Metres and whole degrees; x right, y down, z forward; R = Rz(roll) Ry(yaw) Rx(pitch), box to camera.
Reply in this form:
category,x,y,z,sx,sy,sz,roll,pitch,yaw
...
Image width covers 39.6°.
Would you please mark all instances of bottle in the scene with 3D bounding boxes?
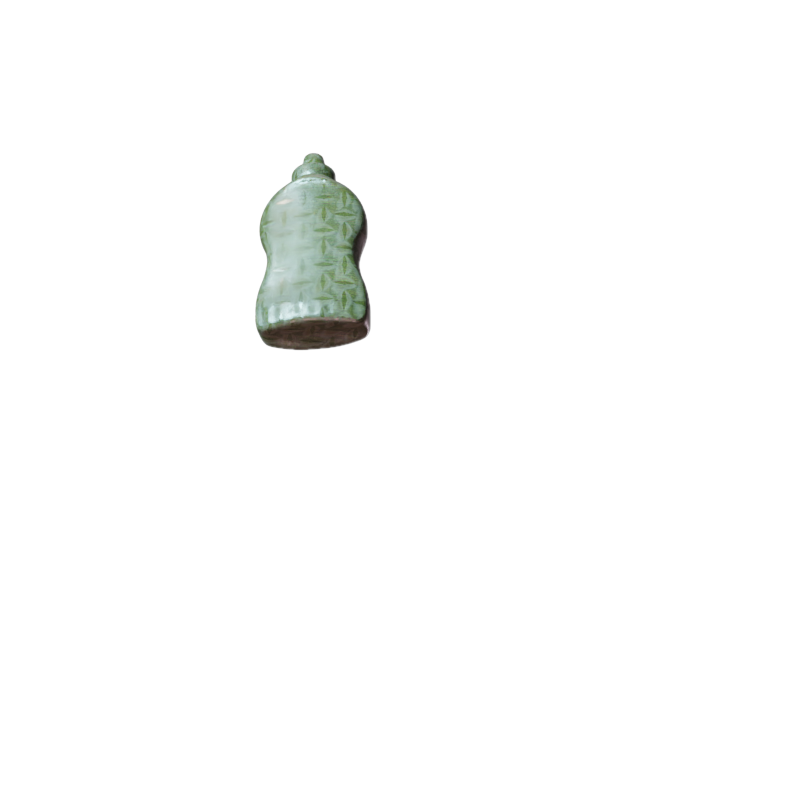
category,x,y,z,sx,sy,sz,roll,pitch,yaw
bottle,-0.077,-0.140,0.983,0.097,0.205,0.054,-7,-32,8
